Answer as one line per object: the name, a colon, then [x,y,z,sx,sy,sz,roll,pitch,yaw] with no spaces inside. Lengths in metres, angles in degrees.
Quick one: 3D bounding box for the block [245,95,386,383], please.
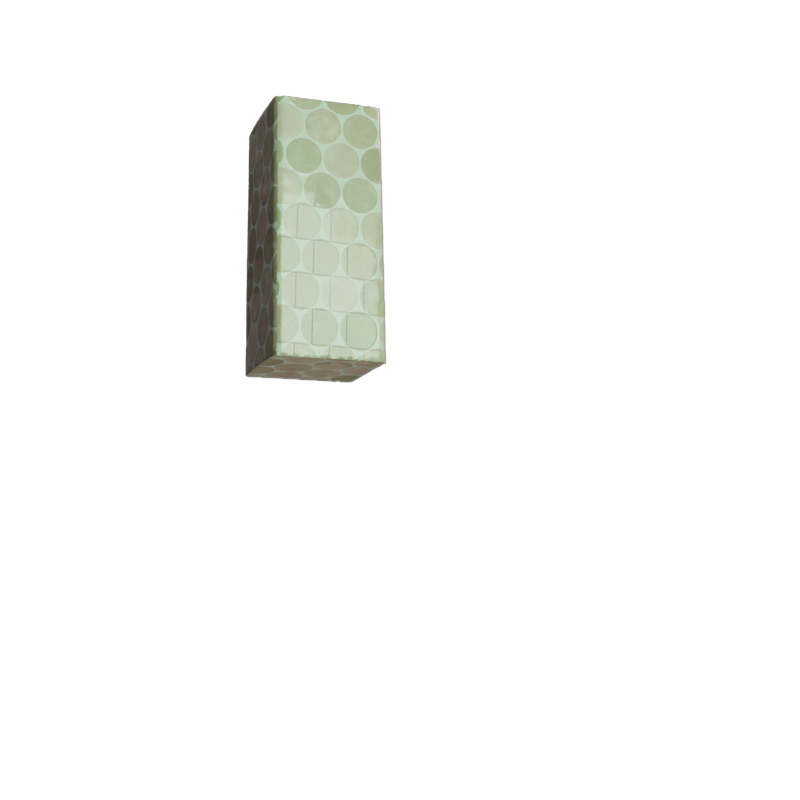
block: [-0.069,-0.126,0.879,0.088,0.215,0.089,5,-17,-19]
